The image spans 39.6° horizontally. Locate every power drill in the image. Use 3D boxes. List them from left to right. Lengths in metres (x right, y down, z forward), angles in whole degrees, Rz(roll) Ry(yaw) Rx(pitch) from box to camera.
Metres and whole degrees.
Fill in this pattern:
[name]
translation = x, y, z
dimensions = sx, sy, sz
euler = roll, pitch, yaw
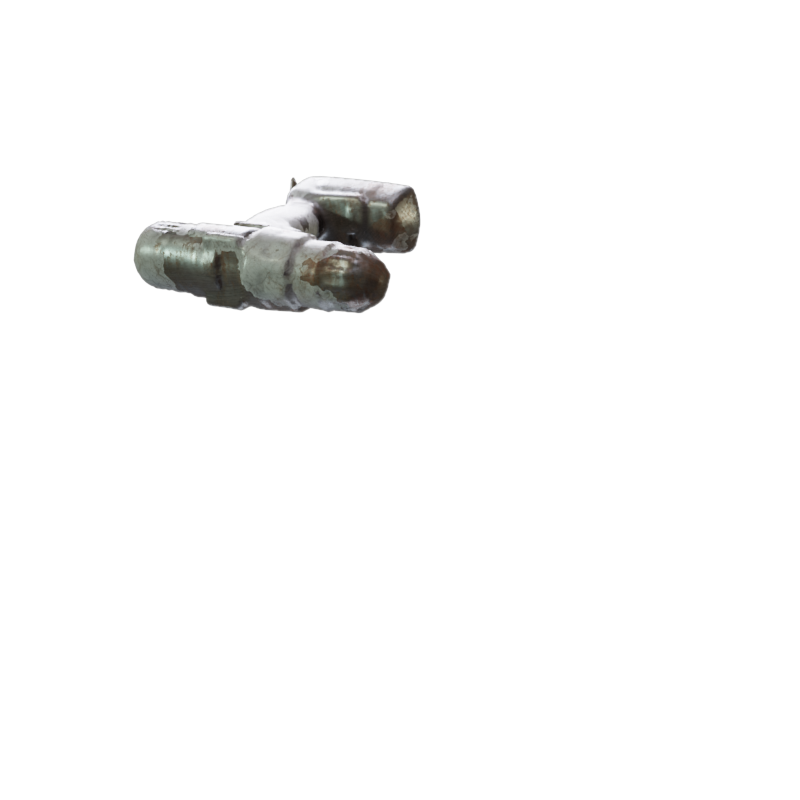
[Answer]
[power drill]
translation = -0.060, -0.109, 0.761
dimensions = 0.192, 0.055, 0.187
euler = 11, 23, 27
